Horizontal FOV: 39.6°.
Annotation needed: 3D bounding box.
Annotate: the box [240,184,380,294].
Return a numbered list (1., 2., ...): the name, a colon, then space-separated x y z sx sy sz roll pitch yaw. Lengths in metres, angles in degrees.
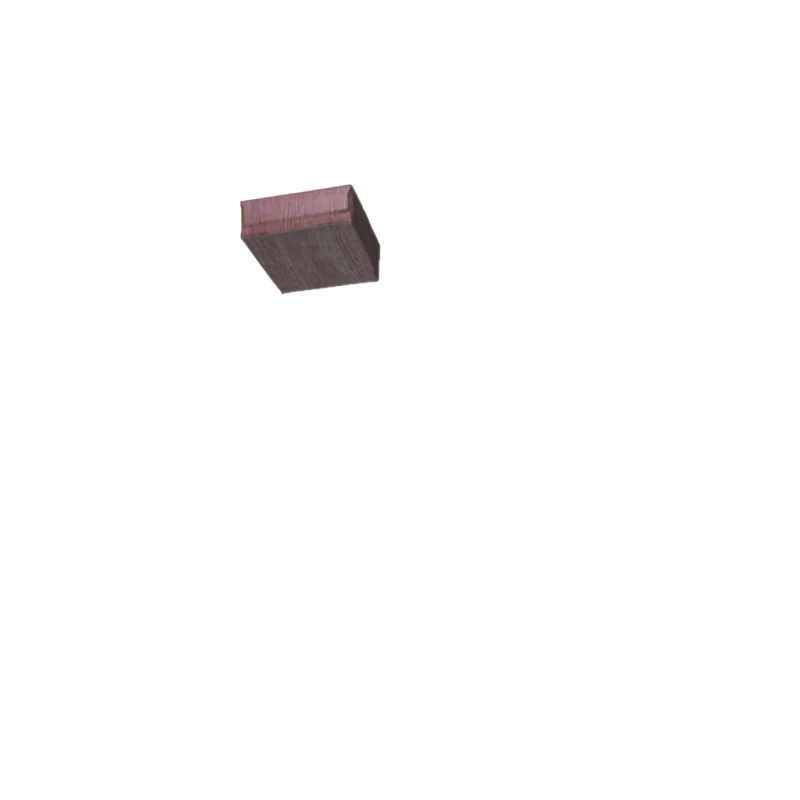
1. box: -0.069 -0.127 0.888 0.091 0.041 0.106 -5 -23 11
